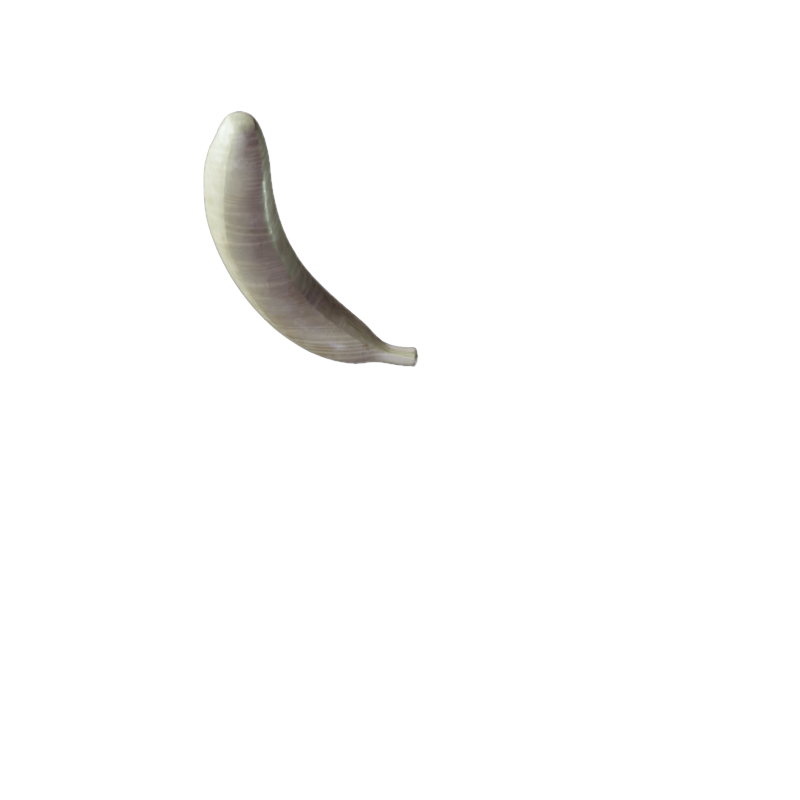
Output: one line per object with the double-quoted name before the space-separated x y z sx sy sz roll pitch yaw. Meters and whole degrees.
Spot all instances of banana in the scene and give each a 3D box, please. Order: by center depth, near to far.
"banana" -0.061 -0.077 0.601 0.070 0.039 0.183 -20 -46 20
